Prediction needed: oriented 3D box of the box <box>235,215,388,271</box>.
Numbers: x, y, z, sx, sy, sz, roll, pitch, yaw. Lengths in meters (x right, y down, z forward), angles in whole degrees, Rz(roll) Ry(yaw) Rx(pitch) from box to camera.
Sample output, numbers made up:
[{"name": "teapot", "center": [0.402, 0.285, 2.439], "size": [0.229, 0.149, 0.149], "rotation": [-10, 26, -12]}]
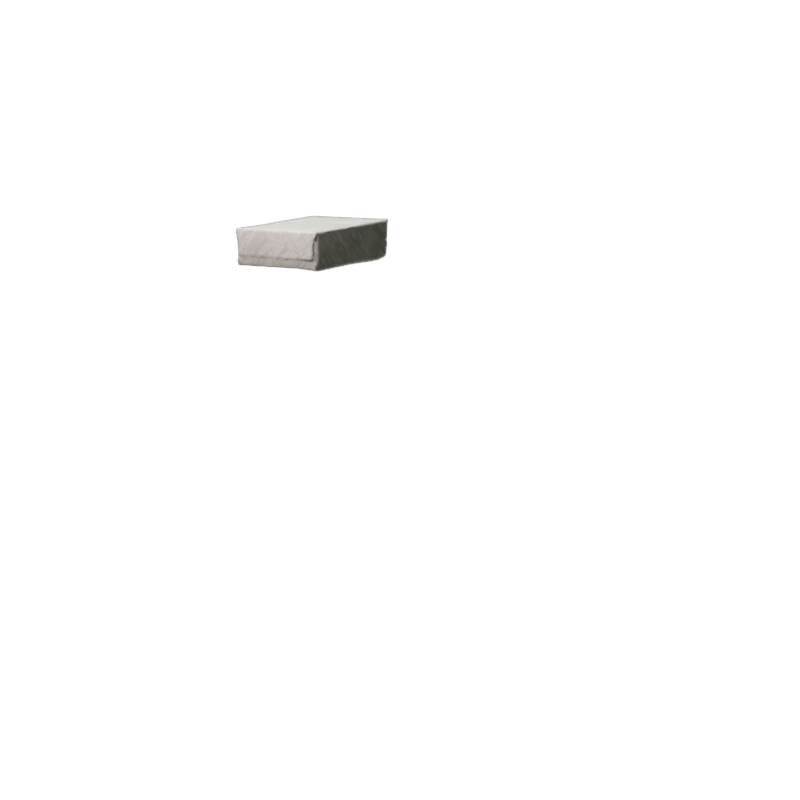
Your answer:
[{"name": "box", "center": [-0.078, -0.142, 0.993], "size": [0.094, 0.038, 0.111], "rotation": [9, 16, 34]}]
